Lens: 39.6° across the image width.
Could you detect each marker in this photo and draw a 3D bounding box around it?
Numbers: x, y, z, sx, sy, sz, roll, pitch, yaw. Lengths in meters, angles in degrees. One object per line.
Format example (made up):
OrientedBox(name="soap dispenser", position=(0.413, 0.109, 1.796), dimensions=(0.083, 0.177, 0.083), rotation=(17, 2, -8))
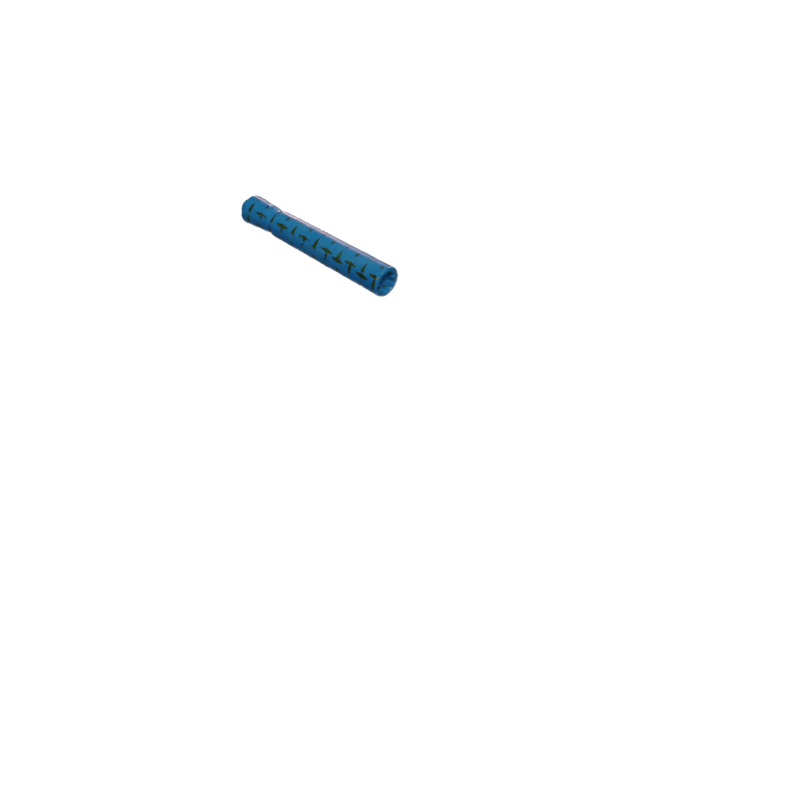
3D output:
OrientedBox(name="marker", position=(-0.052, -0.095, 0.667), dimensions=(0.129, 0.019, 0.019), rotation=(32, 22, 34))
